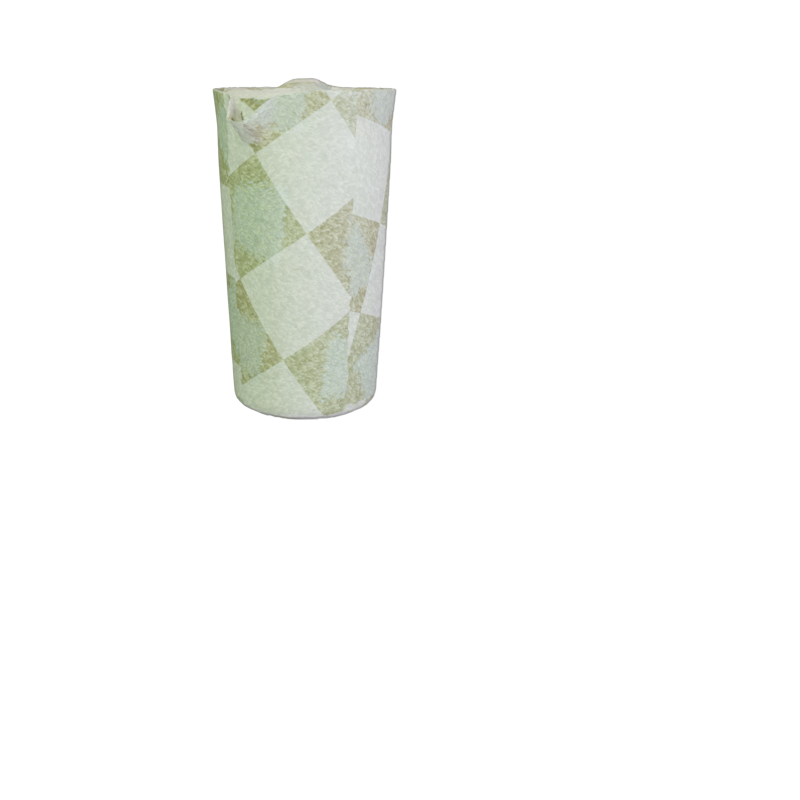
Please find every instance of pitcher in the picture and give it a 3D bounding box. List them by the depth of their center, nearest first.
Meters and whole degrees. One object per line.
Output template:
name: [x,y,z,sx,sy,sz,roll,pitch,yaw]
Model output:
pitcher: [-0.065,-0.119,0.832,0.146,0.237,0.152,-3,12,-16]
